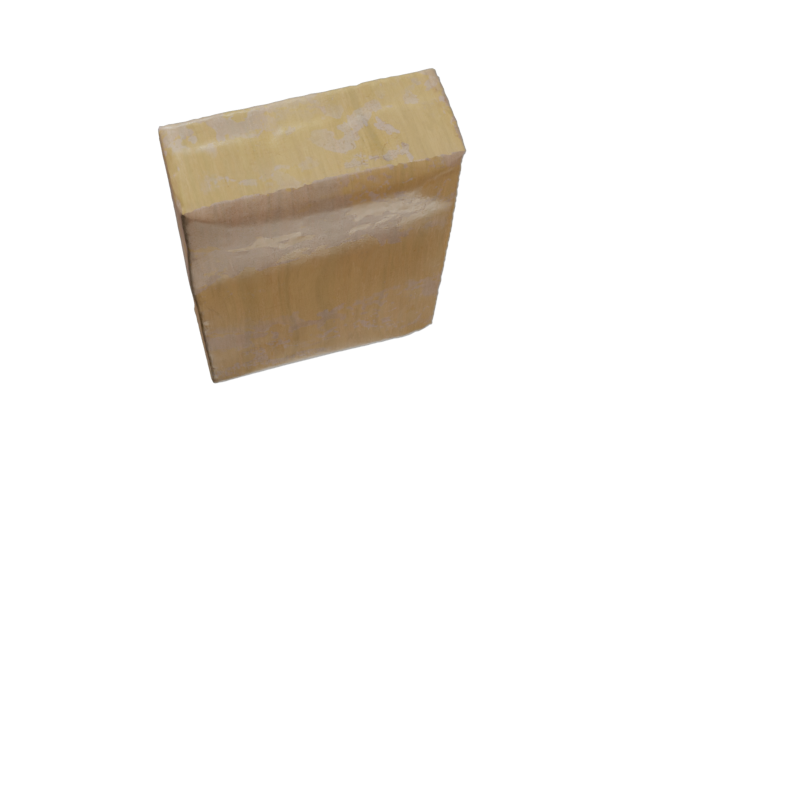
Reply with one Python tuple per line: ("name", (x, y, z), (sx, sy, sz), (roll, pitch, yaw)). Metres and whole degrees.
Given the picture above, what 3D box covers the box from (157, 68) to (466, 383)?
("box", (-0.055, -0.099, 0.696), (0.163, 0.077, 0.202), (-14, -24, -10))
